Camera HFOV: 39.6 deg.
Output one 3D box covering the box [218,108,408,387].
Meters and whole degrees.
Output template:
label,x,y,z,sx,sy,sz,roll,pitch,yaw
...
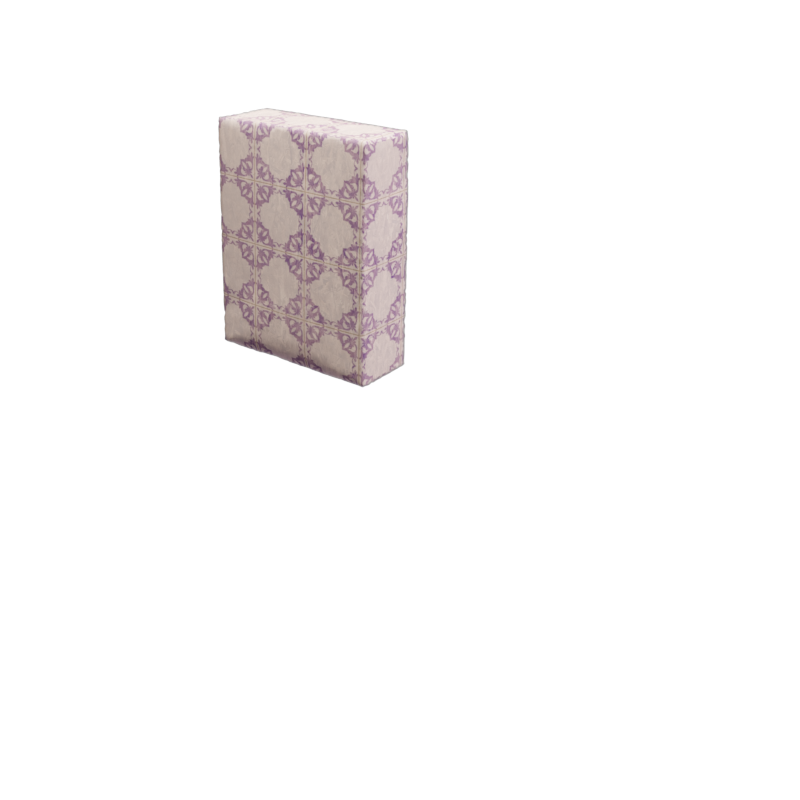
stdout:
label,x,y,z,sx,sy,sz,roll,pitch,yaw
box,-0.076,-0.138,0.970,0.173,0.205,0.071,17,24,35
